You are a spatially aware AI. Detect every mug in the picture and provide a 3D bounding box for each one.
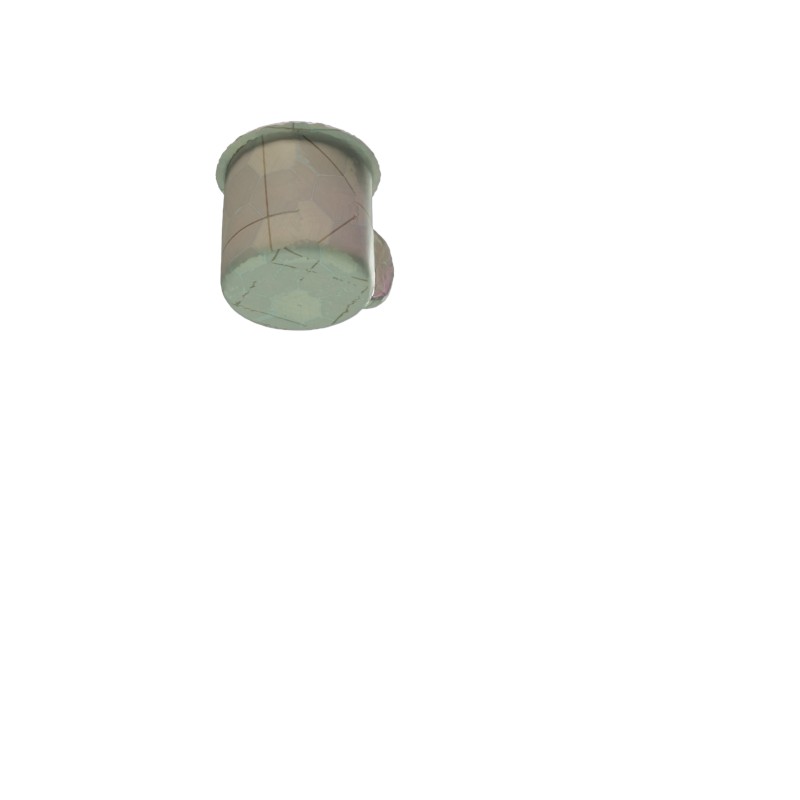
[{"bbox_3d":[-0.048,-0.087,0.611,0.093,0.087,0.109,-27,-39,35],"label":"mug"}]
